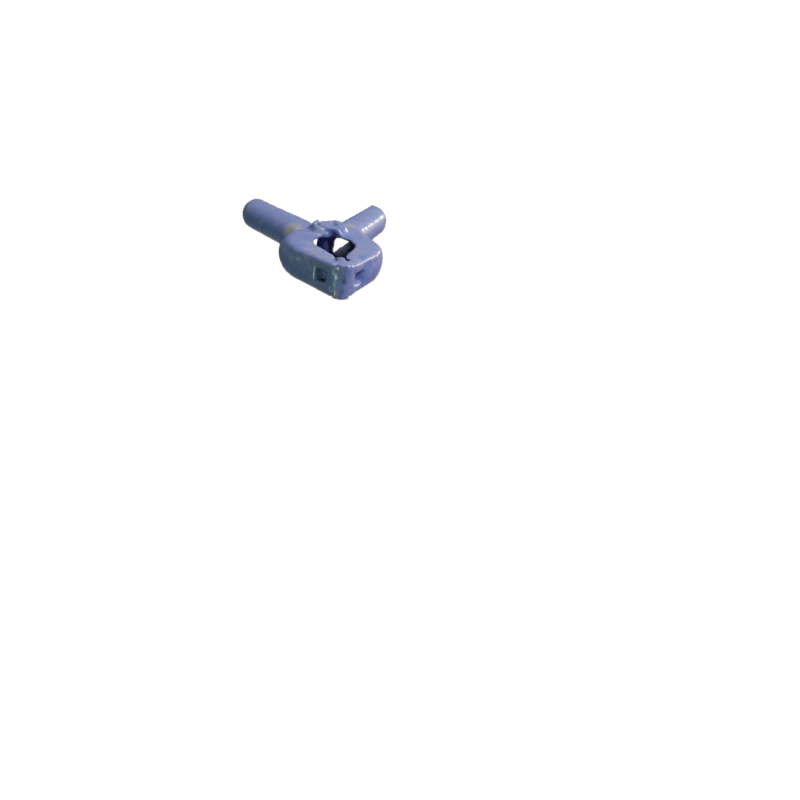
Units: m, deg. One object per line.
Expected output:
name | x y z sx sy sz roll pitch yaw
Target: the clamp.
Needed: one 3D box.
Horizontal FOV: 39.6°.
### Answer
clamp | -0.068 -0.124 0.869 0.120 0.037 0.179 -1 23 -2
